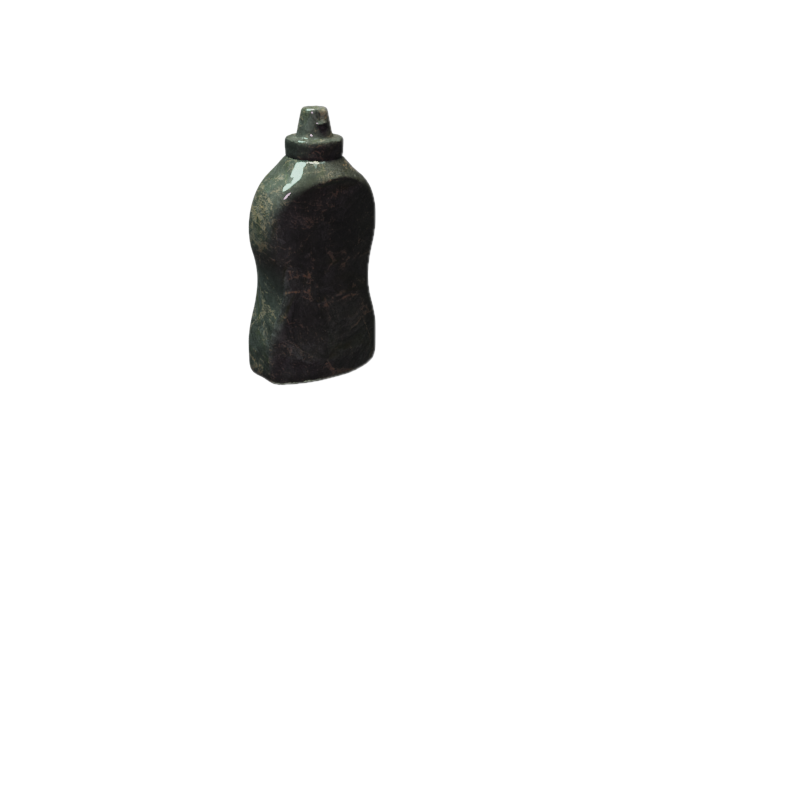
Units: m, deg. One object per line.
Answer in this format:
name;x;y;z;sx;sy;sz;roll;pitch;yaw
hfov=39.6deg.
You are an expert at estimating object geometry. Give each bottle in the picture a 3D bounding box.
bottle;-0.061;-0.112;0.786;0.094;0.185;0.062;-11;20;-34
